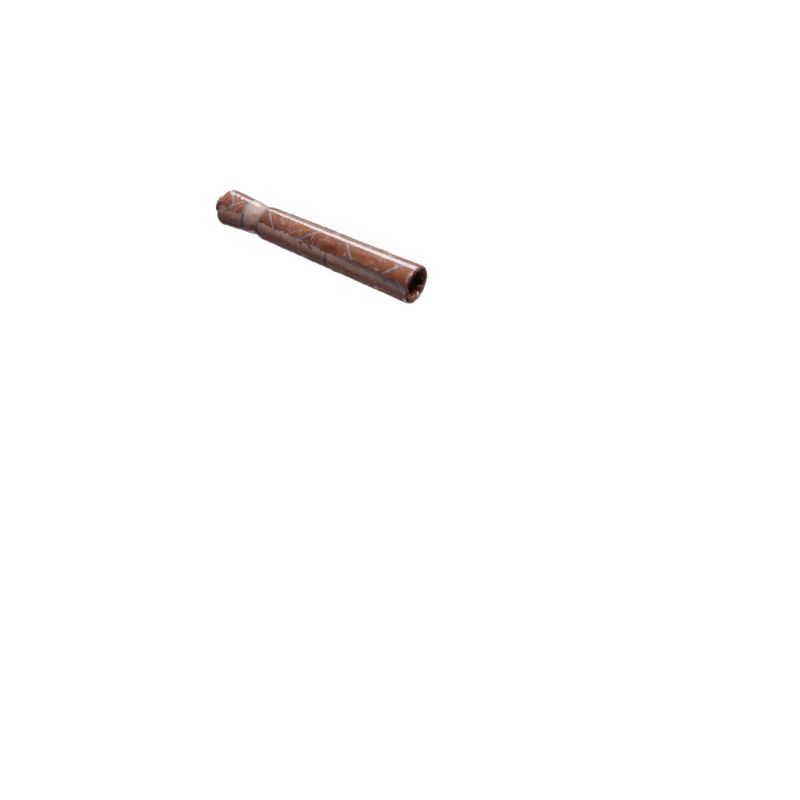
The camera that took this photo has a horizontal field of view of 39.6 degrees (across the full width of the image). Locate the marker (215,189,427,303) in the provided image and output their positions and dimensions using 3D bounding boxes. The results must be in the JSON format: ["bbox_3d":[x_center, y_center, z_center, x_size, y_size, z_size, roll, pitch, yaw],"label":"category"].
[{"bbox_3d":[-0.042,-0.077,0.537,0.128,0.019,0.019,26,17,30],"label":"marker"}]
